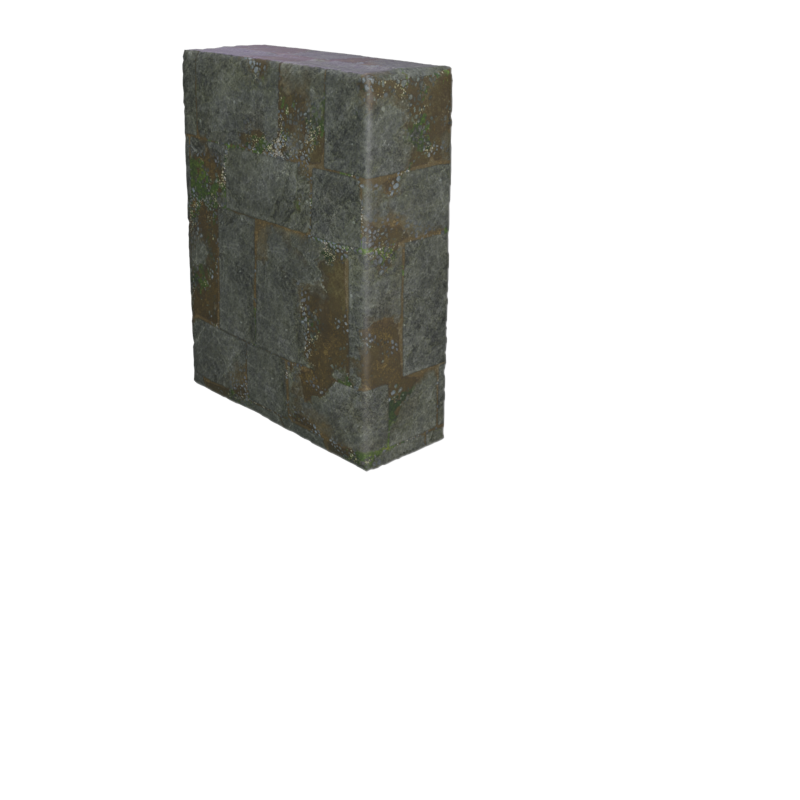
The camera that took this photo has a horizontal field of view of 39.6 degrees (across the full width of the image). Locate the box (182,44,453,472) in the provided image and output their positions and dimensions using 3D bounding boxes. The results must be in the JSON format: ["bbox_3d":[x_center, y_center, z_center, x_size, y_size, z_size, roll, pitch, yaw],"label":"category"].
[{"bbox_3d":[-0.050,-0.091,0.640,0.070,0.206,0.174,-14,24,-40],"label":"box"}]
